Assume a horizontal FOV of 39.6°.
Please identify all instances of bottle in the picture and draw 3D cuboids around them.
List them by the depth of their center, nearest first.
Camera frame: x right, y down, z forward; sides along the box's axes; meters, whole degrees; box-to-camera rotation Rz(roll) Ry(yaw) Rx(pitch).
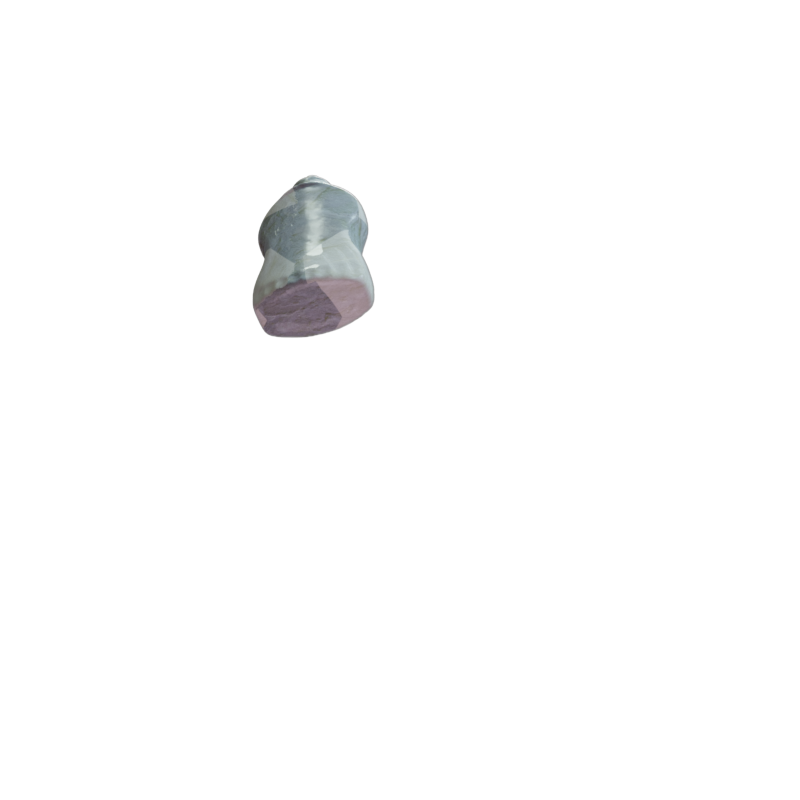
[{"bbox_3d":[-0.075,-0.137,0.954,0.096,0.054,0.205,-17,39,10],"label":"bottle"}]
